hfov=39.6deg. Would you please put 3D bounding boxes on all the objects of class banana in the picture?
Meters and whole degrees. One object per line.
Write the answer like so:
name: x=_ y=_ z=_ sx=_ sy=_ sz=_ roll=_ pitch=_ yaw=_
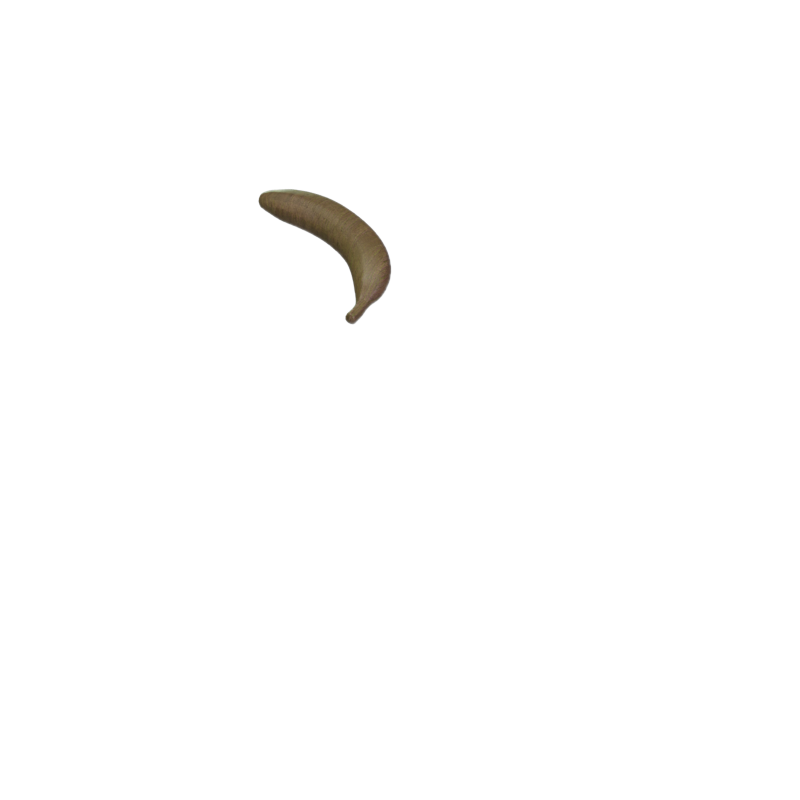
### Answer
banana: x=-0.060 y=-0.146 z=1.003 sx=0.069 sy=0.034 sz=0.214 roll=-18 pitch=44 yaw=-21
